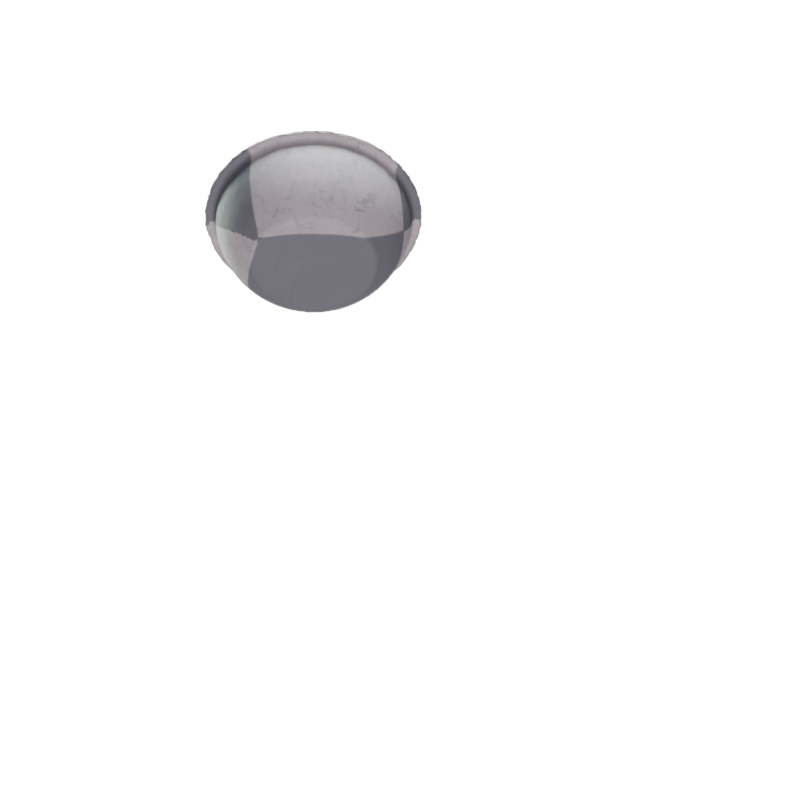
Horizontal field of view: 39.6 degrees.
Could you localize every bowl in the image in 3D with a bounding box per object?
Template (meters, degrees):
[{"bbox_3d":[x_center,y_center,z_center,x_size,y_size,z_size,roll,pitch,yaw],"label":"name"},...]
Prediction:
[{"bbox_3d":[-0.063,-0.115,0.809,0.162,0.151,0.059,1,44,-1],"label":"bowl"}]
